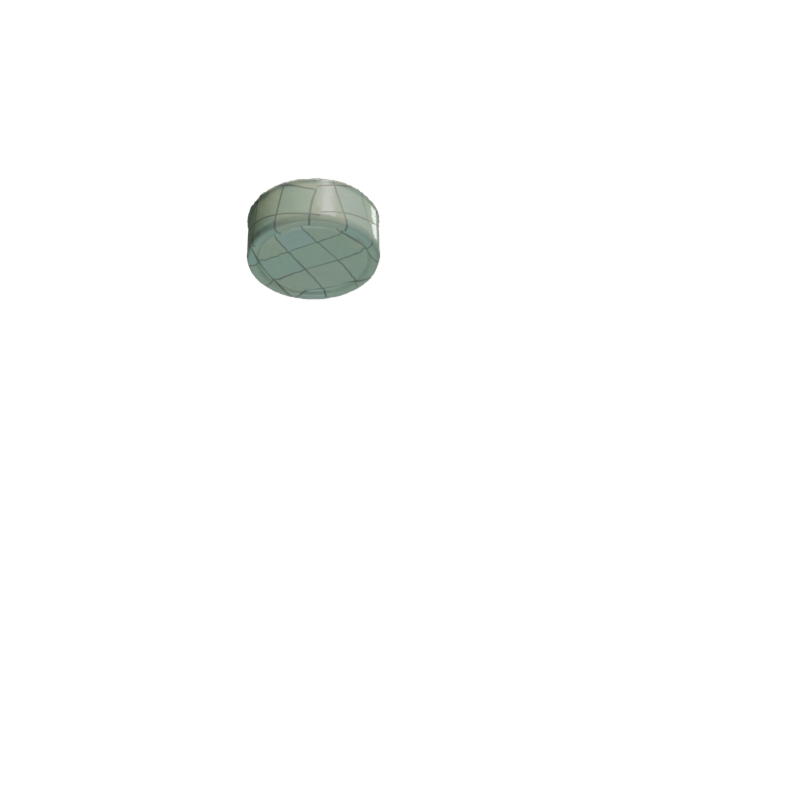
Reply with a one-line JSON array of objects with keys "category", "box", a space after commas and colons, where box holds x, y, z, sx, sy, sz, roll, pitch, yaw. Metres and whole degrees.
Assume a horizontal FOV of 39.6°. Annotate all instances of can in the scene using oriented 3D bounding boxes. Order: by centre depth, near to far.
[{"category": "can", "box": [-0.056, -0.101, 0.709, 0.086, 0.036, 0.080, 1, -34, -2]}]
